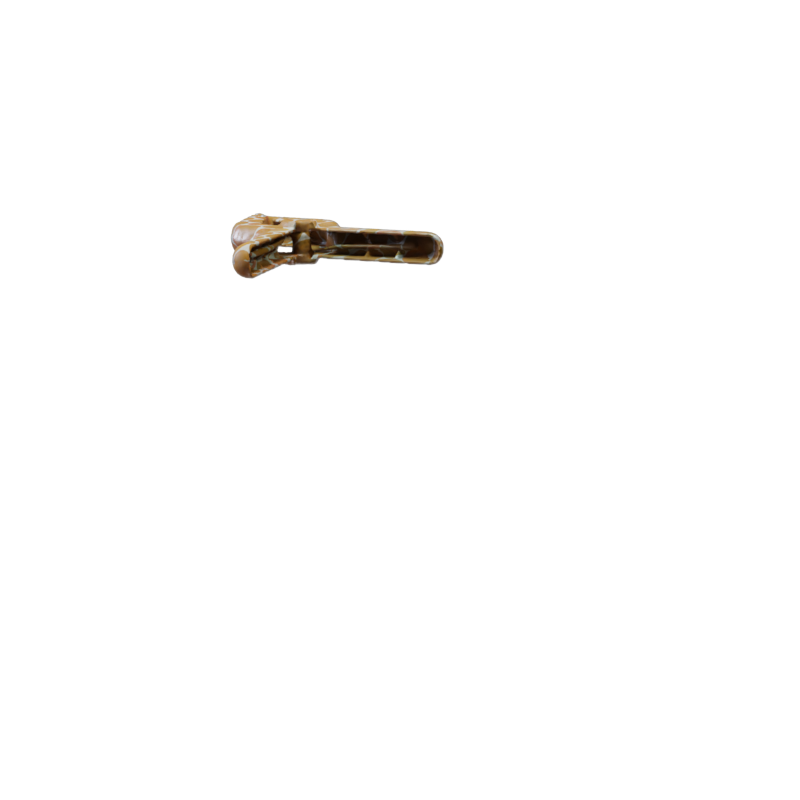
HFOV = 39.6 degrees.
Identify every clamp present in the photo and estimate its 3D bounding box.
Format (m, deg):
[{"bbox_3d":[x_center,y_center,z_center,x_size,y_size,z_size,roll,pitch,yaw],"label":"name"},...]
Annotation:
[{"bbox_3d":[-0.070,-0.128,0.897,0.161,0.035,0.219,-4,15,-16],"label":"clamp"}]
